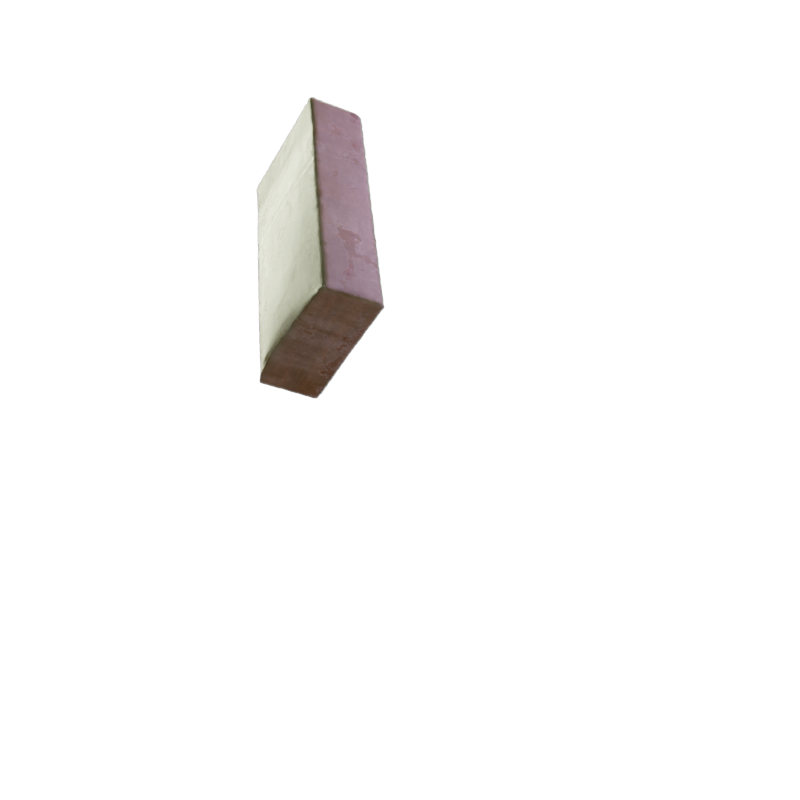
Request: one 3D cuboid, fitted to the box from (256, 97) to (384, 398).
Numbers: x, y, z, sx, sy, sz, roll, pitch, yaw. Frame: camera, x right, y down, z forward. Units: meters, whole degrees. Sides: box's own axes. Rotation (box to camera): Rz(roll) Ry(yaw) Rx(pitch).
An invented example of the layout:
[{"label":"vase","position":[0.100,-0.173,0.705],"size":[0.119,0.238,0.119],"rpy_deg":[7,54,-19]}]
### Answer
[{"label":"box","position":[-0.054,-0.100,0.698],"size":[0.046,0.189,0.090],"rpy_deg":[18,-47,-23]}]
